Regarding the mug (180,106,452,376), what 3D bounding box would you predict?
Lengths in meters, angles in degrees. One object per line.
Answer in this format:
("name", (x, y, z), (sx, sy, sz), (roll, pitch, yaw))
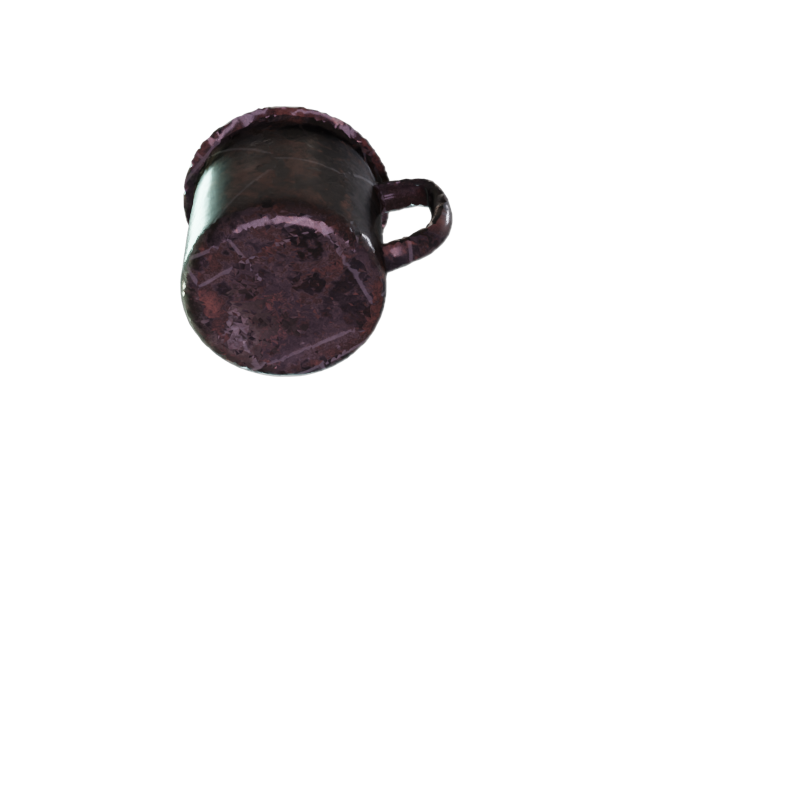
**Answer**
("mug", (-0.036, -0.066, 0.462), (0.118, 0.087, 0.087), (-9, 35, 4))
